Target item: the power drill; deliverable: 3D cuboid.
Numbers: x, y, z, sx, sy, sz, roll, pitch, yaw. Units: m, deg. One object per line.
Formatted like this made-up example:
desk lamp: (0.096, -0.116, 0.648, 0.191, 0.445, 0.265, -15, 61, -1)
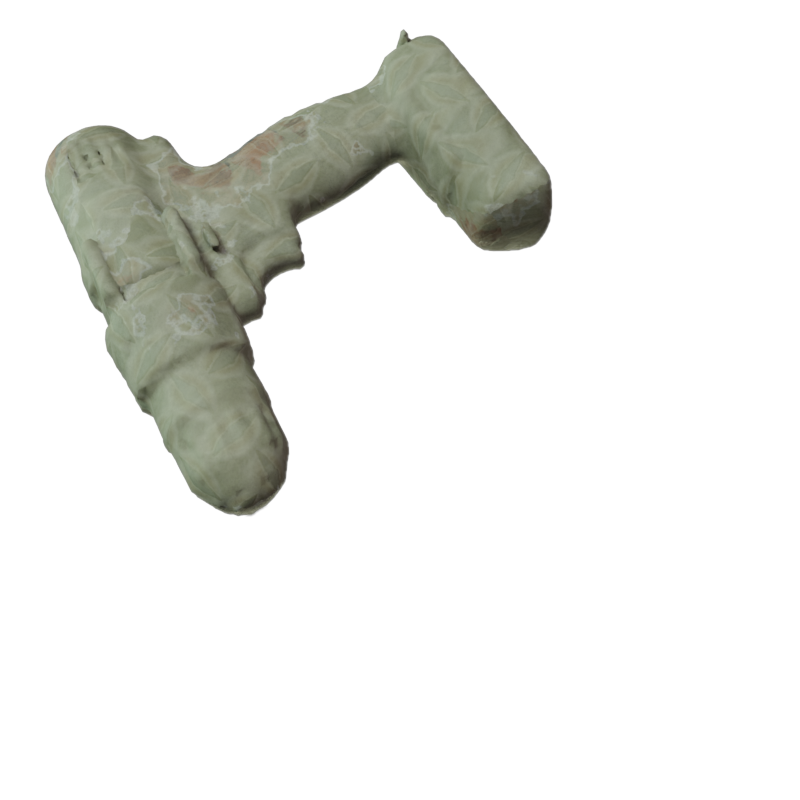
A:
power drill: (-0.036, -0.065, 0.457, 0.187, 0.197, 0.054, -24, -28, -14)
